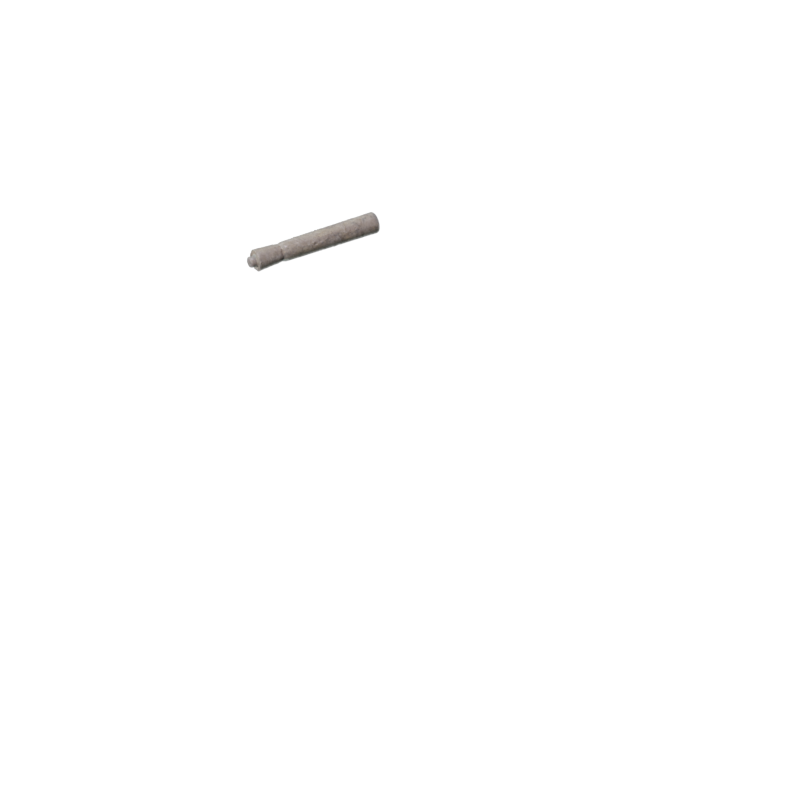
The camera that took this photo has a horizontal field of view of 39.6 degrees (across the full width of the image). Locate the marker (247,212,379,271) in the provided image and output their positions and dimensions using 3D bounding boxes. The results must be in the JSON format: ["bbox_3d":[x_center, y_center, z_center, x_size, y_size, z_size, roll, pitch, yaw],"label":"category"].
[{"bbox_3d":[-0.073,-0.133,0.932,0.120,0.019,0.020,-22,13,-24],"label":"marker"}]
